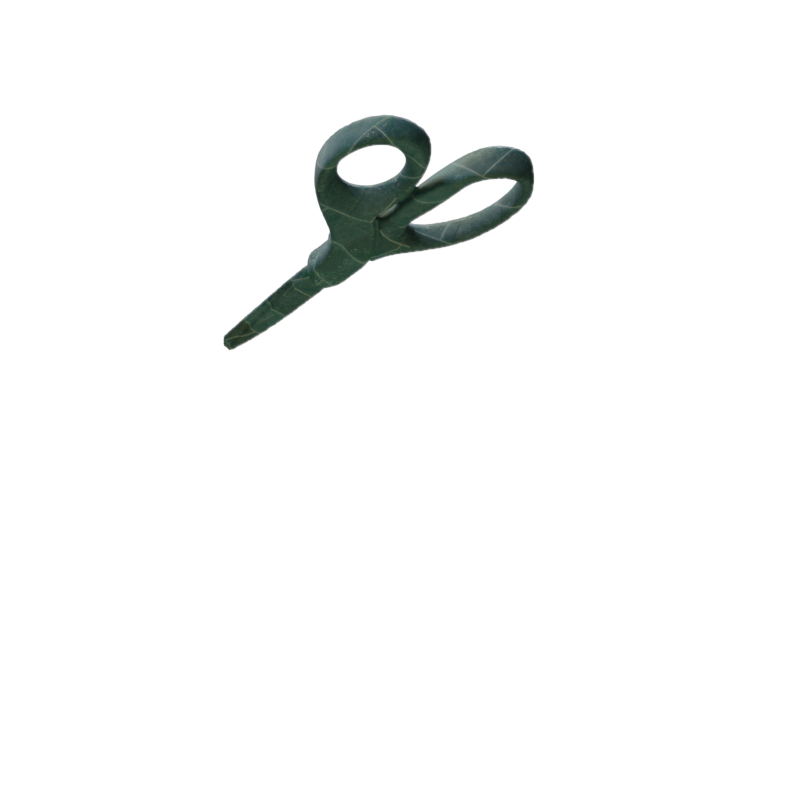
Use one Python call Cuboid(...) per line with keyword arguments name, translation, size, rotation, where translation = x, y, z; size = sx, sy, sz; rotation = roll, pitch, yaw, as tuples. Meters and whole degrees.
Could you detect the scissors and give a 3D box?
Cuboid(name="scissors", translation=(-0.038, -0.069, 0.485), size=(0.203, 0.017, 0.090), rotation=(-20, -33, 34))
